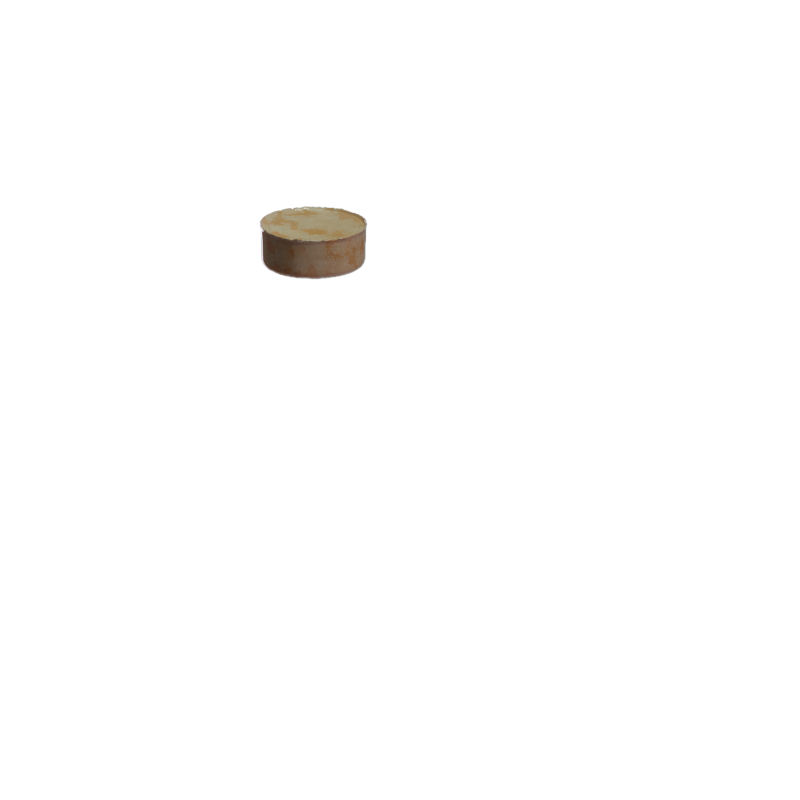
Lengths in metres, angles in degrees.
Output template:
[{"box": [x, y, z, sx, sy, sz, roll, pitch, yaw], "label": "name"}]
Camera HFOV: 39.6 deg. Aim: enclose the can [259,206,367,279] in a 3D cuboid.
[{"box": [-0.070, -0.127, 0.890, 0.086, 0.032, 0.090, -1, 26, -2], "label": "can"}]
